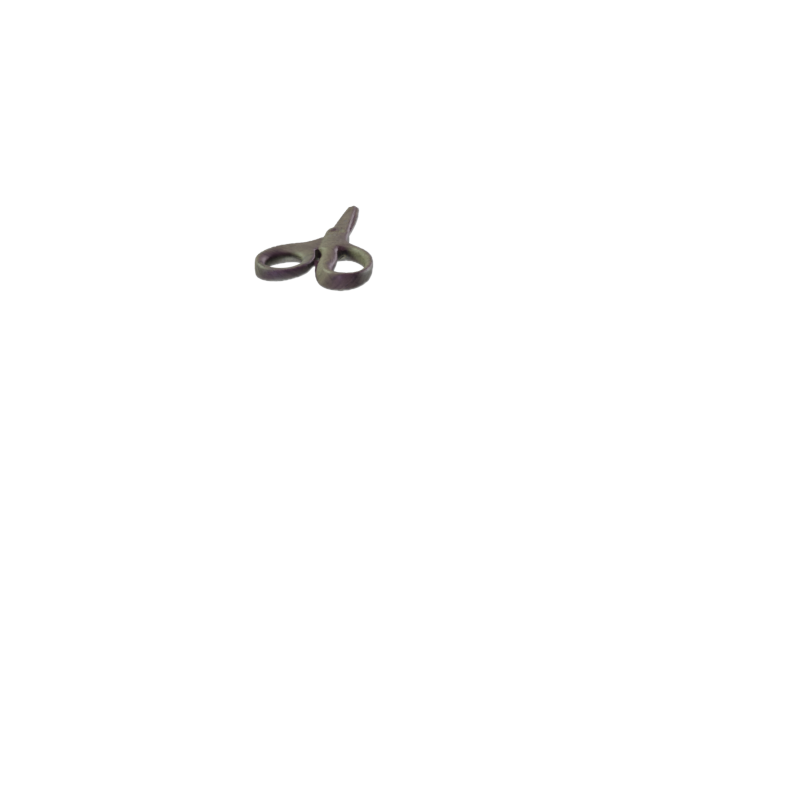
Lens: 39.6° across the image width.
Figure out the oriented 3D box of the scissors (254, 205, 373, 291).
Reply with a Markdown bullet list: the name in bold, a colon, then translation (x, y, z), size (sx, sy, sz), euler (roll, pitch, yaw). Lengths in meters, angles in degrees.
- **scissors**: translation (-0.068, -0.125, 0.875), size (0.095, 0.015, 0.213), euler (-3, 24, -7)
